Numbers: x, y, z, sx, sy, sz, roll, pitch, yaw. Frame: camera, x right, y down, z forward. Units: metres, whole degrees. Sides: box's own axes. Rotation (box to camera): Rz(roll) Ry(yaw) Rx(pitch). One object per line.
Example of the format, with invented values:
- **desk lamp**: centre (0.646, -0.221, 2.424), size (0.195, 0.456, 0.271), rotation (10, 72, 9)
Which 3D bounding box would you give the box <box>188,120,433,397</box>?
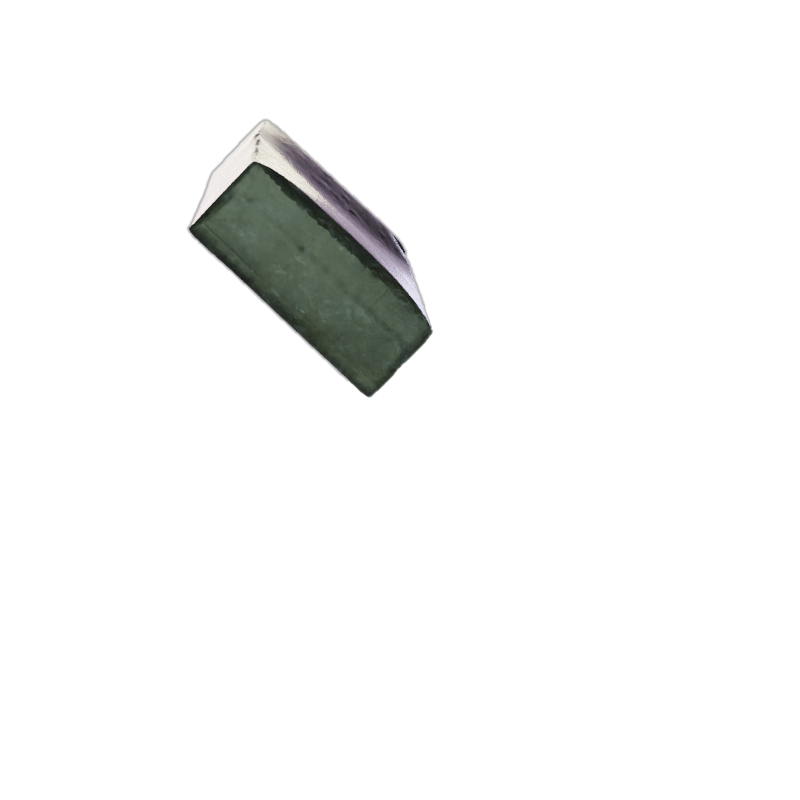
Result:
- **box**: centre (-0.063, -0.114, 0.799), size (0.159, 0.071, 0.223), rotation (42, 13, -15)
